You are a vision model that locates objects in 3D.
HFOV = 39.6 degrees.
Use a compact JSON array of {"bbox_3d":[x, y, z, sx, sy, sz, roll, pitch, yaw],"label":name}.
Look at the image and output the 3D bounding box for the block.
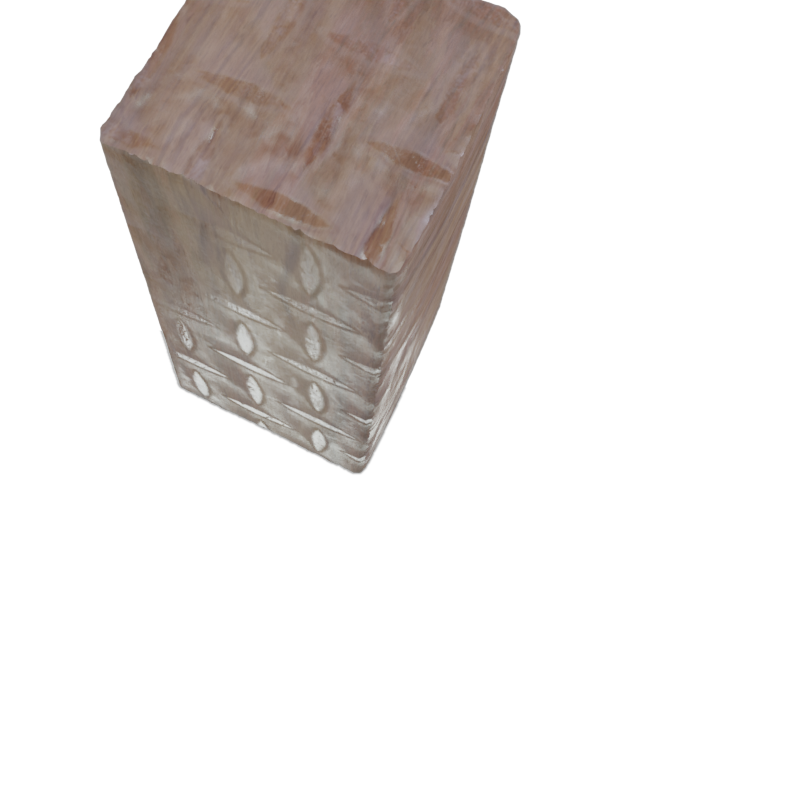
[{"bbox_3d":[-0.030,-0.056,0.391,0.092,0.093,0.196,25,-19,5],"label":"block"}]
